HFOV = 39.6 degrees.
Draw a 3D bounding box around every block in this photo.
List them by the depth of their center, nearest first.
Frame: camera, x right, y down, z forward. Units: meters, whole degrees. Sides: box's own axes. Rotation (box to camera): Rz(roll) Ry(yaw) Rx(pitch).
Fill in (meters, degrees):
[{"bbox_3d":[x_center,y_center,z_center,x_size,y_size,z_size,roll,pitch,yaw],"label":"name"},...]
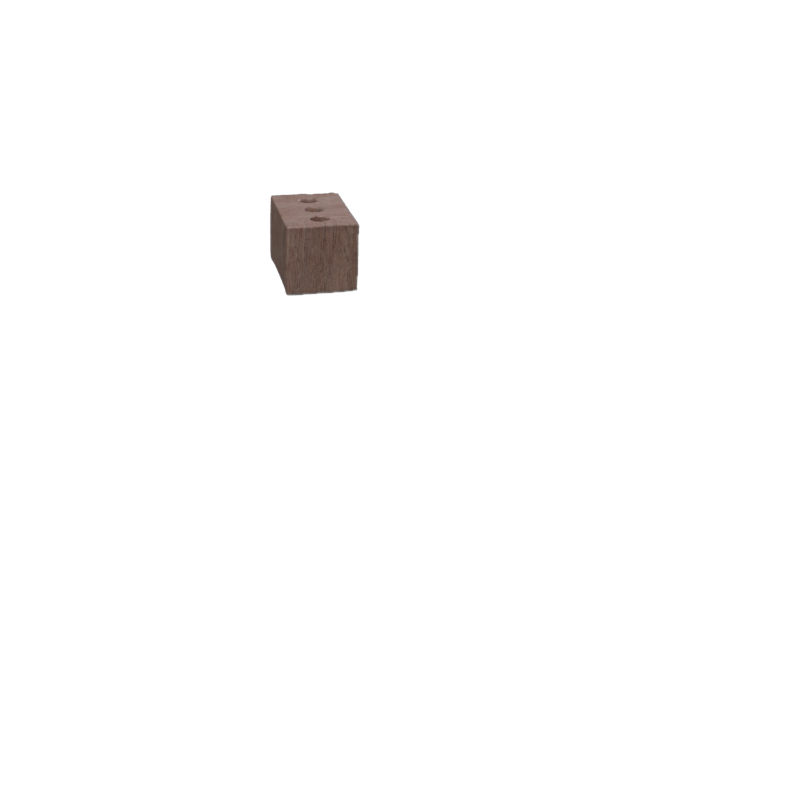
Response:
[{"bbox_3d":[-0.062,-0.114,0.797,0.052,0.049,0.083,-5,25,-13],"label":"block"}]
